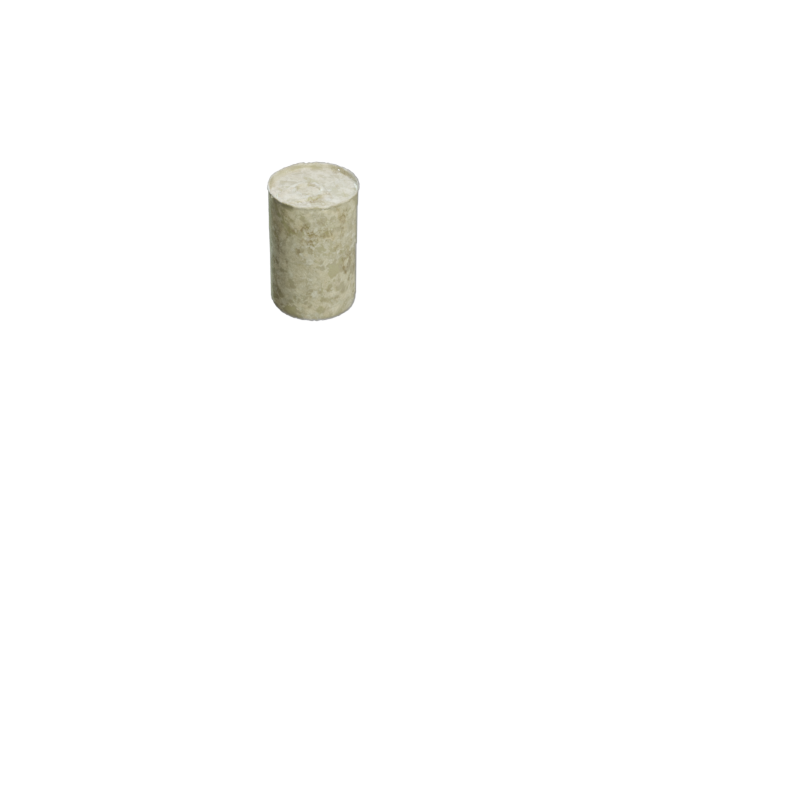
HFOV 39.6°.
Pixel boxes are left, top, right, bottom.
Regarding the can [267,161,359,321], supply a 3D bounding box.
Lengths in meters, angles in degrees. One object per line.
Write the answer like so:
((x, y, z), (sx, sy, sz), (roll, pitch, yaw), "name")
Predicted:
((-0.066, -0.120, 0.839), (0.068, 0.096, 0.073), (0, 36, -3), "can")
